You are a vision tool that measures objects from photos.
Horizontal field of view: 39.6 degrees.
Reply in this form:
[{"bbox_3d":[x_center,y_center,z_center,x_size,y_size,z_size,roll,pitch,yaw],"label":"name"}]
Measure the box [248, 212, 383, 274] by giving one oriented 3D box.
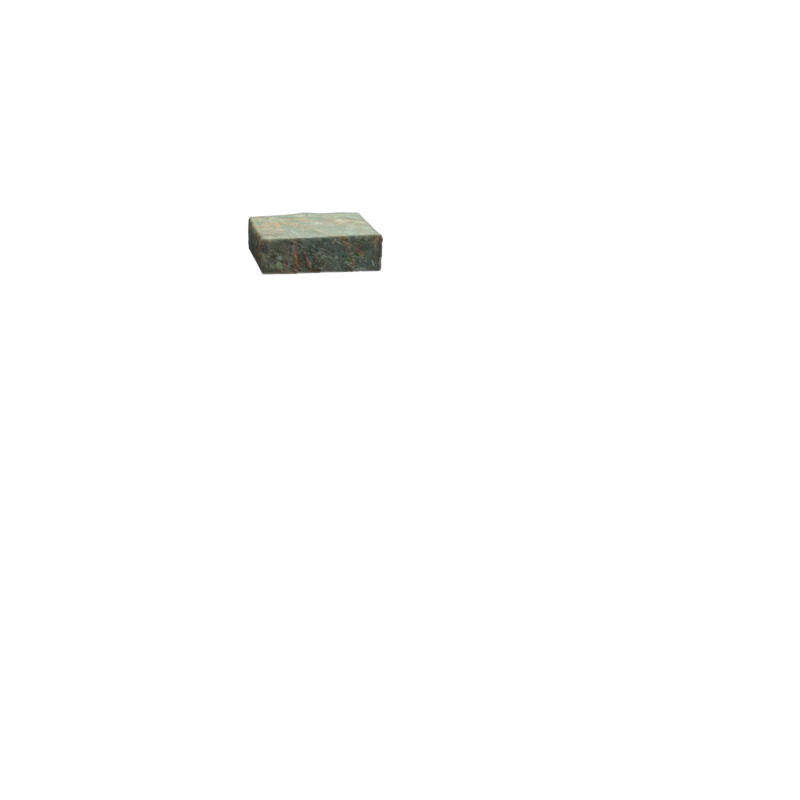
[{"bbox_3d":[-0.064,-0.117,0.816,0.088,0.029,0.077,-4,21,-11],"label":"box"}]
